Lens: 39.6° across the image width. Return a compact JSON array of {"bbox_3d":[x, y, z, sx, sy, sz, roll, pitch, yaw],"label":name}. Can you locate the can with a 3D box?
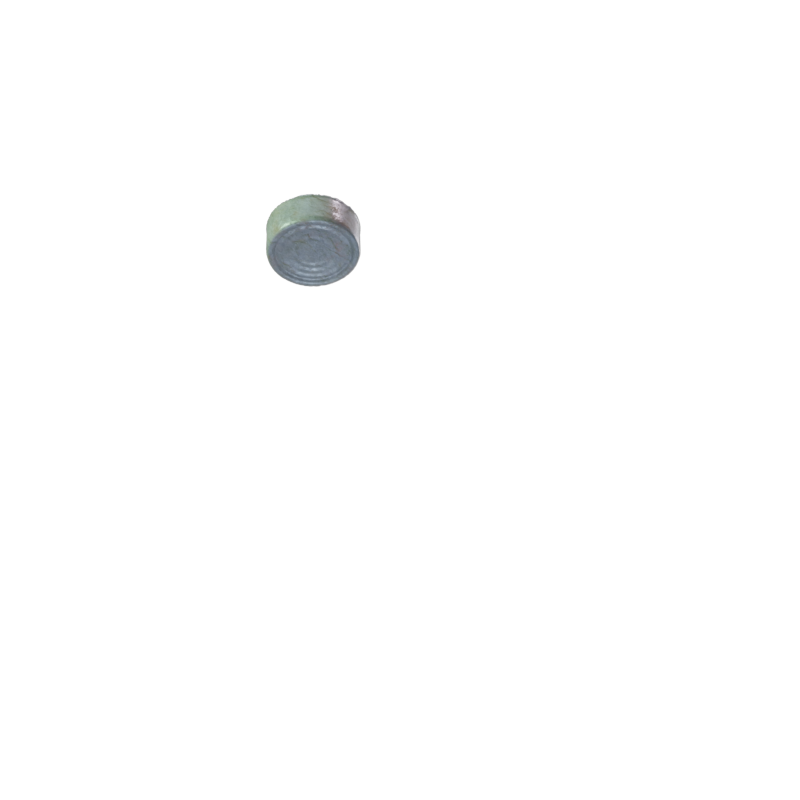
[{"bbox_3d":[-0.078,-0.142,0.995,0.086,0.036,0.080,1,-43,-1],"label":"can"}]
